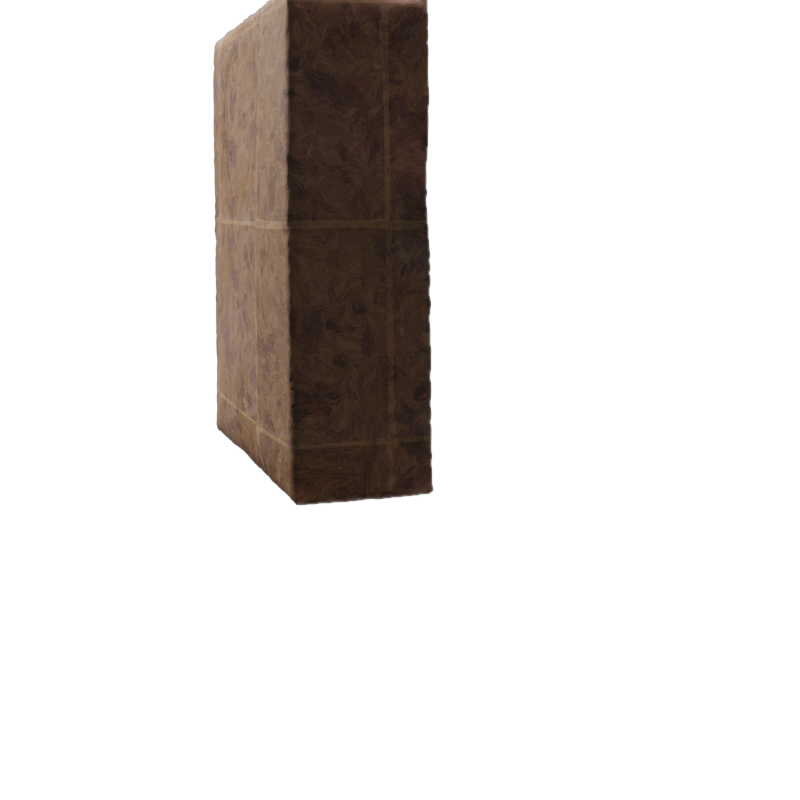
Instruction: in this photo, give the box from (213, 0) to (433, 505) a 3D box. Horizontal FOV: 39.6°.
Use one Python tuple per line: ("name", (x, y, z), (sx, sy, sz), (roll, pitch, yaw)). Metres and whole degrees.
("box", (-0.042, -0.076, 0.535), (0.070, 0.212, 0.169), (-1, 5, -19))
